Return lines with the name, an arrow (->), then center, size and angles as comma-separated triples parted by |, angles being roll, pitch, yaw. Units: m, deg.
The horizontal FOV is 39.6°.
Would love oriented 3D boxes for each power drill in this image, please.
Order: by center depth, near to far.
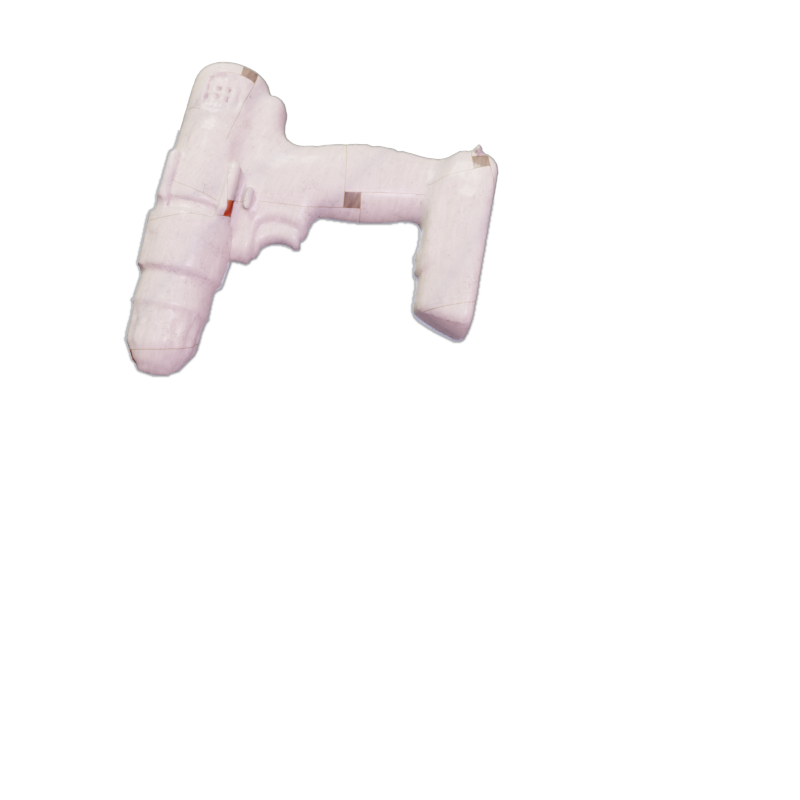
power drill -> -0.048, -0.088, 0.617 | 0.188, 0.190, 0.056 | 12, -13, 2
